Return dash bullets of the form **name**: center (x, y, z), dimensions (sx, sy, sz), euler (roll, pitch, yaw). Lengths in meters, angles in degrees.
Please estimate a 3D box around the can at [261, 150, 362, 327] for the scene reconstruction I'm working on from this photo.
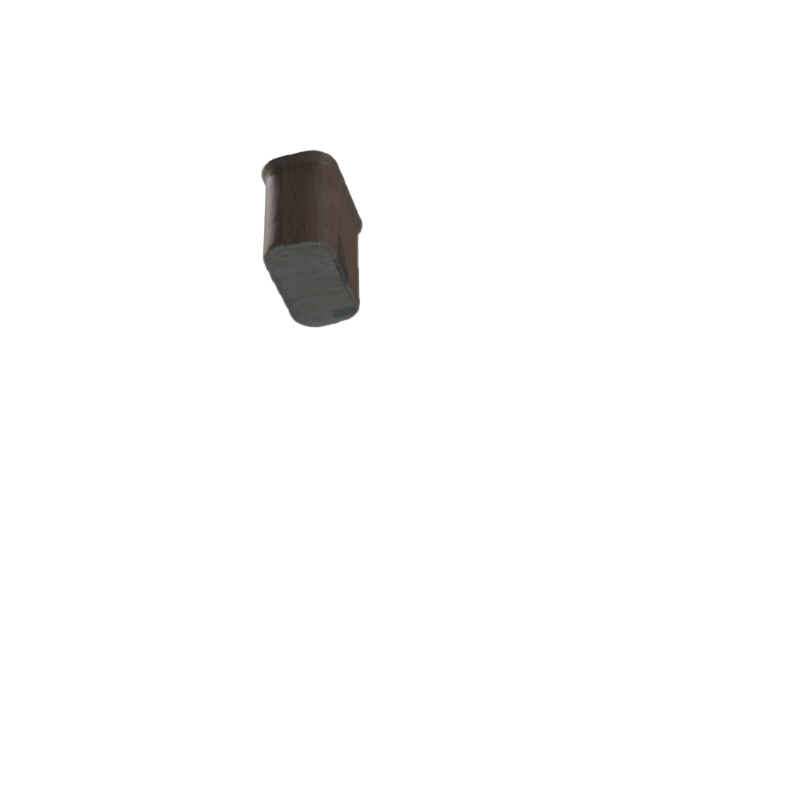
- **can**: center (-0.063, -0.114, 0.801), dimensions (0.058, 0.090, 0.094), euler (-11, -37, 11)
